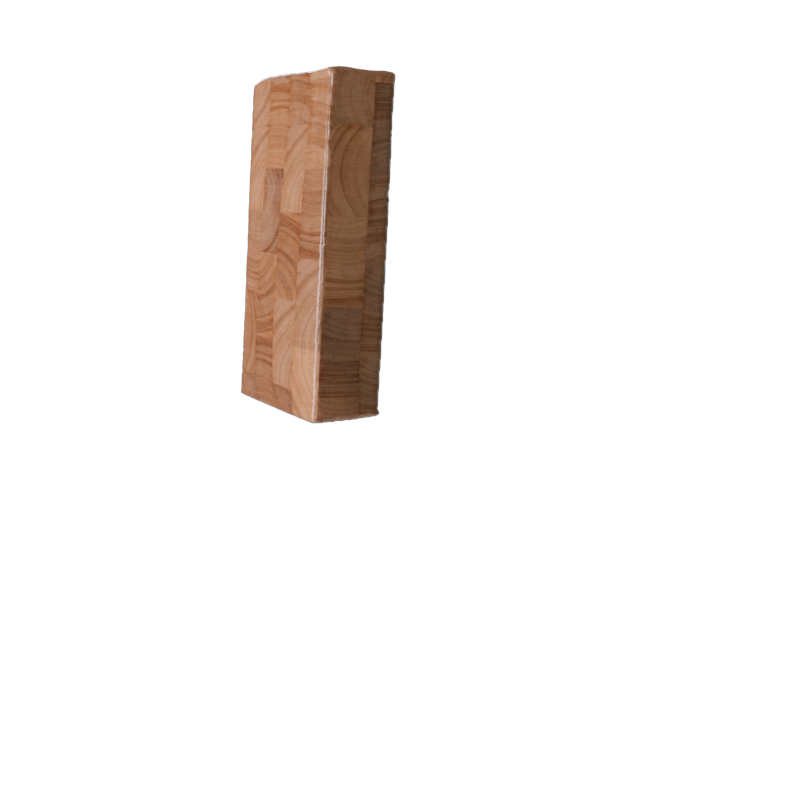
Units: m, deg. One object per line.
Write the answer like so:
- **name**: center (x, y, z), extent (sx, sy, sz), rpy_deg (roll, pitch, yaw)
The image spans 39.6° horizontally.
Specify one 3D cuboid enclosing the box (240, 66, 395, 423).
- **box**: center (-0.046, -0.084, 0.586), extent (0.046, 0.175, 0.097), rpy_deg (-2, 5, -31)
